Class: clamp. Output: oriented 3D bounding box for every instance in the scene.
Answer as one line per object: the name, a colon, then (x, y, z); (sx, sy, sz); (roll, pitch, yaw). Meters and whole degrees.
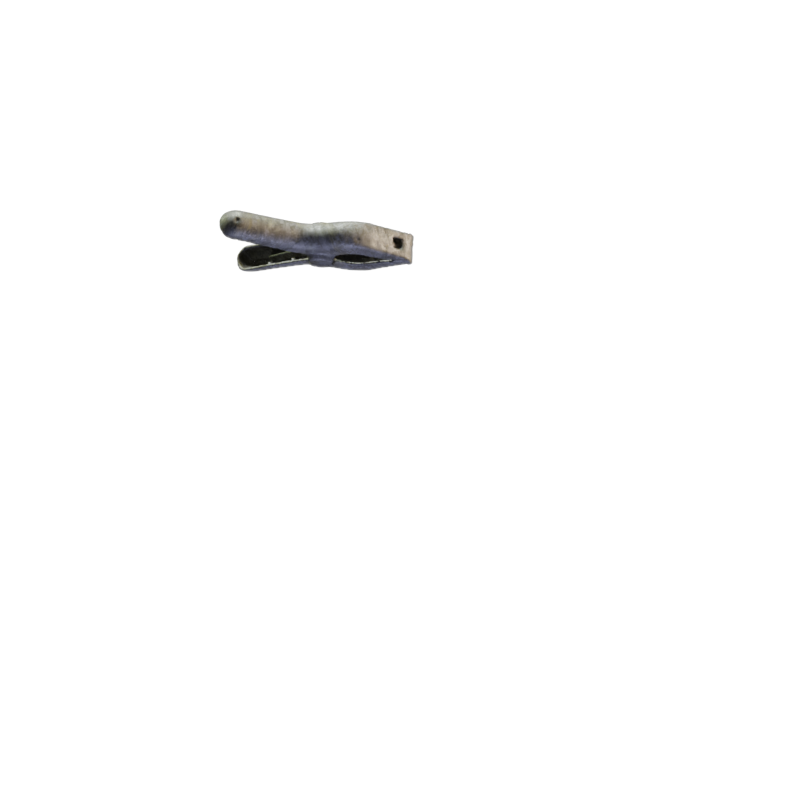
clamp: (-0.077, -0.140, 0.981); (0.174, 0.040, 0.116); (-1, -6, 11)
